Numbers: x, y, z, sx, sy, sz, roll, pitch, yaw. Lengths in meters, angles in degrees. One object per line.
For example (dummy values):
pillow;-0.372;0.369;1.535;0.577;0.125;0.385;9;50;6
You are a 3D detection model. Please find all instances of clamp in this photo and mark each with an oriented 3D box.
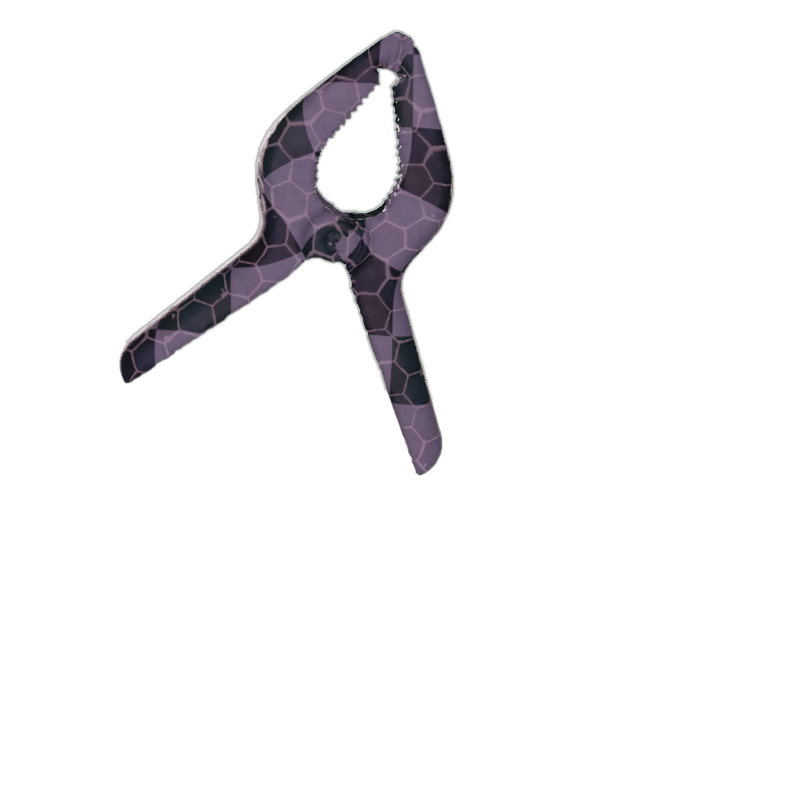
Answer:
clamp;-0.042;-0.076;0.535;0.164;0.206;0.037;11;10;-2
